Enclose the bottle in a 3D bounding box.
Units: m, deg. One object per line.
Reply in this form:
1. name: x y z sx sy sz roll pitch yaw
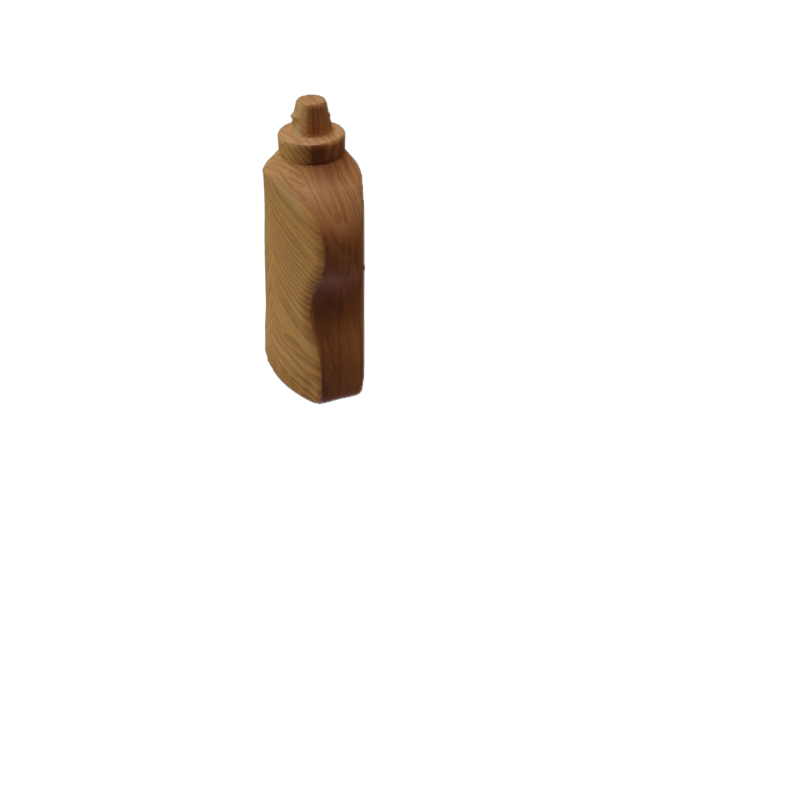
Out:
1. bottle: -0.055 -0.100 0.700 0.057 0.180 0.104 -10 33 -20
